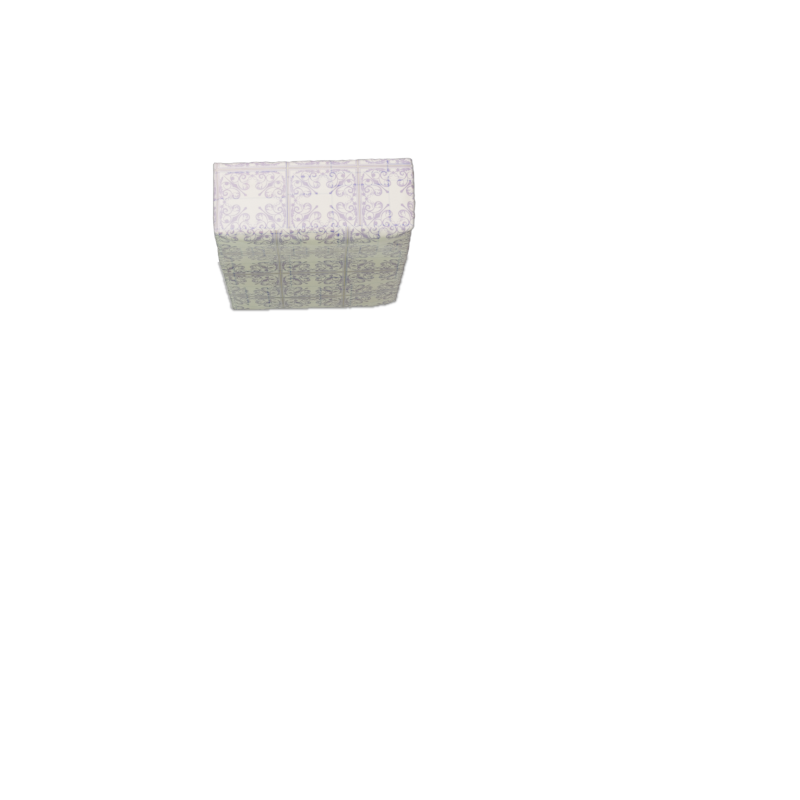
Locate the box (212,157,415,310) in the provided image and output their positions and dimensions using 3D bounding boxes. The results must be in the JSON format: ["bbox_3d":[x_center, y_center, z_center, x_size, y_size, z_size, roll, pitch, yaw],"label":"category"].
[{"bbox_3d":[-0.077,-0.141,0.985,0.164,0.075,0.206,-2,-12,-3],"label":"box"}]
